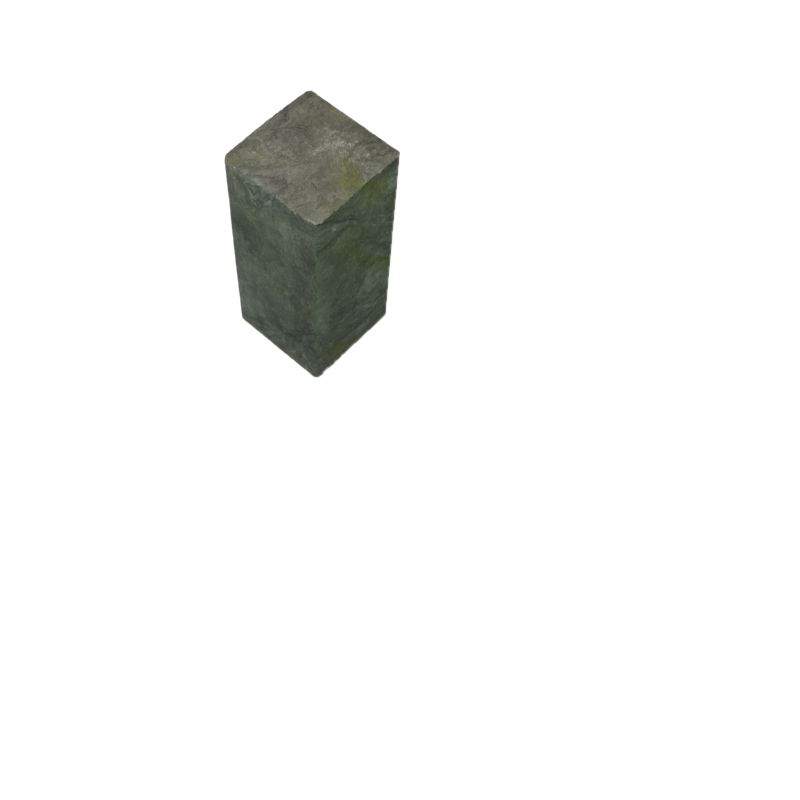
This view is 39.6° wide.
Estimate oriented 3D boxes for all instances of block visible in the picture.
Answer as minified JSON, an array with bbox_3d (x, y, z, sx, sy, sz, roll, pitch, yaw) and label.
[{"bbox_3d":[-0.066,-0.120,0.841,0.095,0.091,0.193,39,-25,18],"label":"block"}]
